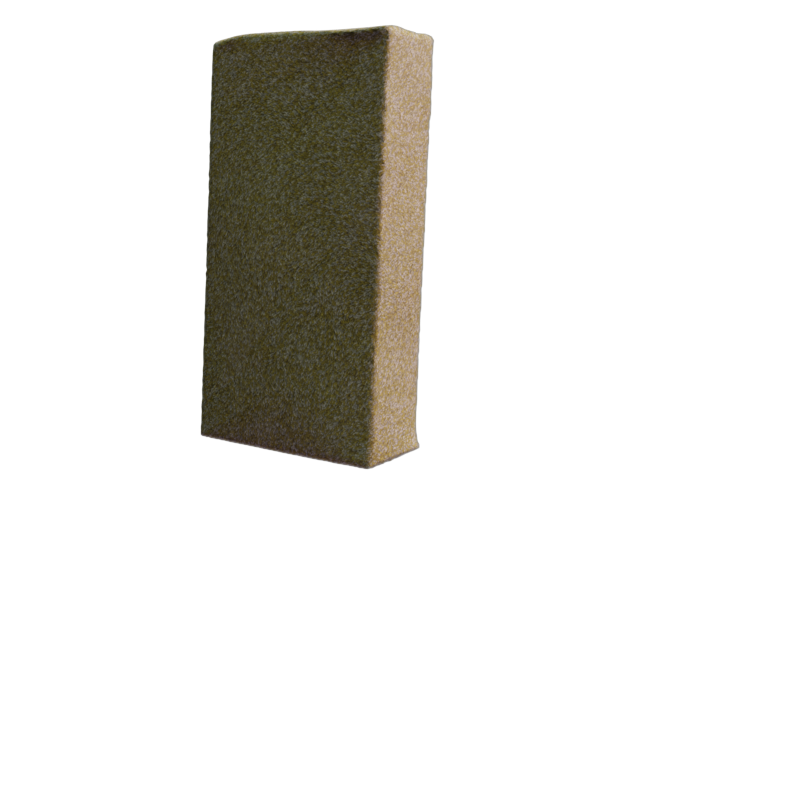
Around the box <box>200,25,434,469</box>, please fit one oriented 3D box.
[{"bbox_3d":[-0.037,-0.068,0.473,0.097,0.174,0.047,4,6,33],"label":"box"}]
